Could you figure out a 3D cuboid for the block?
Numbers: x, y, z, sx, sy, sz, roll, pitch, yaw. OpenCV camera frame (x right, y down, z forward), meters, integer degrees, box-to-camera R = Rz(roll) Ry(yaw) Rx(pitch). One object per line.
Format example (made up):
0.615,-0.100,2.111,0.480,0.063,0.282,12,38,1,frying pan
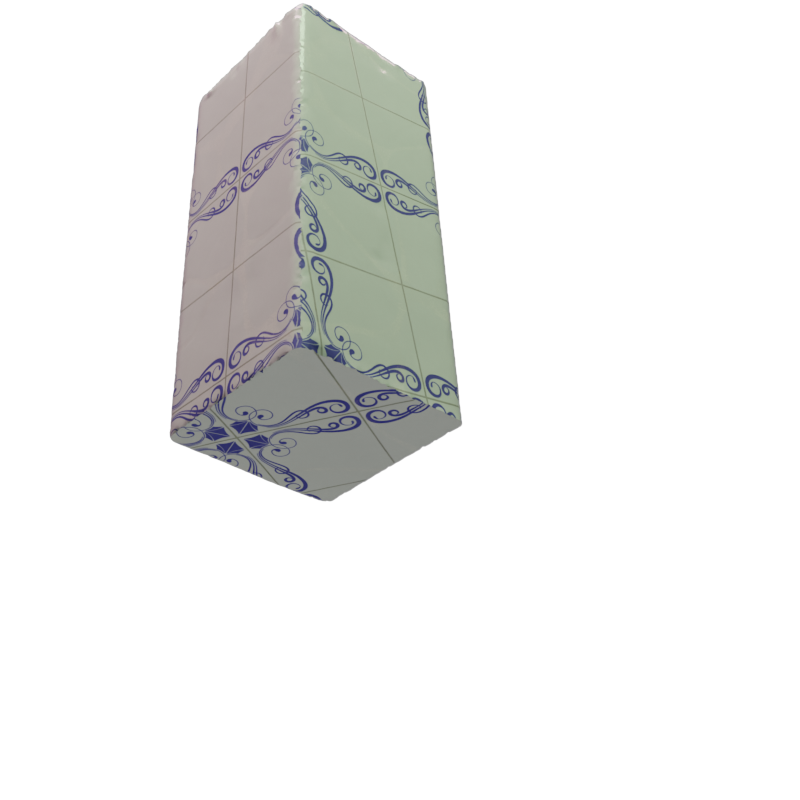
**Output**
-0.041,-0.074,0.521,0.085,0.221,0.090,27,-46,-33,block
